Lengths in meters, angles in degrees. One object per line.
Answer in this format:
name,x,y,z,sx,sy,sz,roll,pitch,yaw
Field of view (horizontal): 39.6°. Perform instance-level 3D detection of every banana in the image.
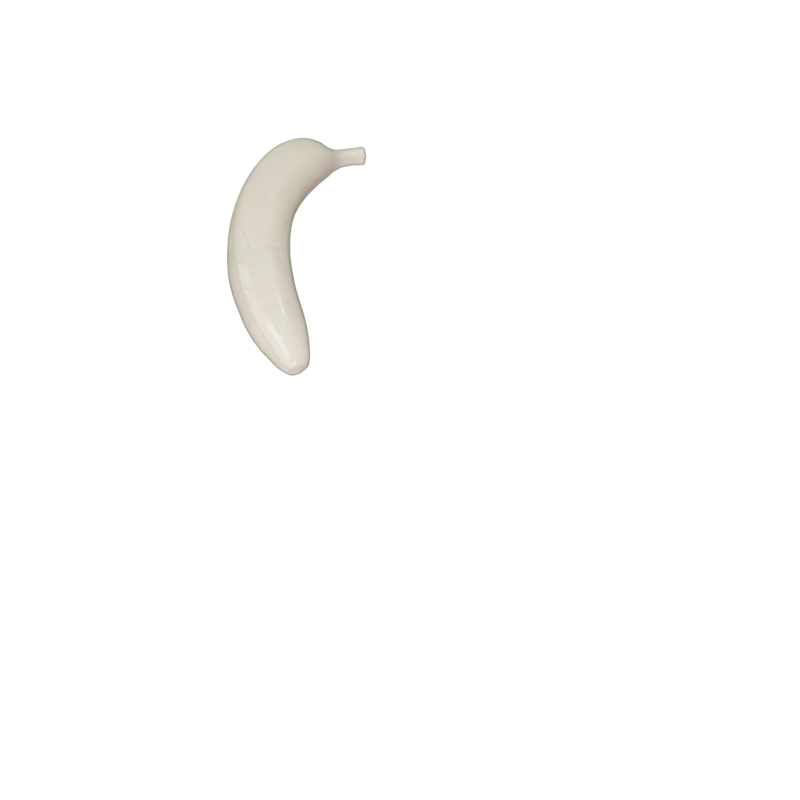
banana,-0.069,-0.101,0.666,0.070,0.210,0.034,7,-41,5
